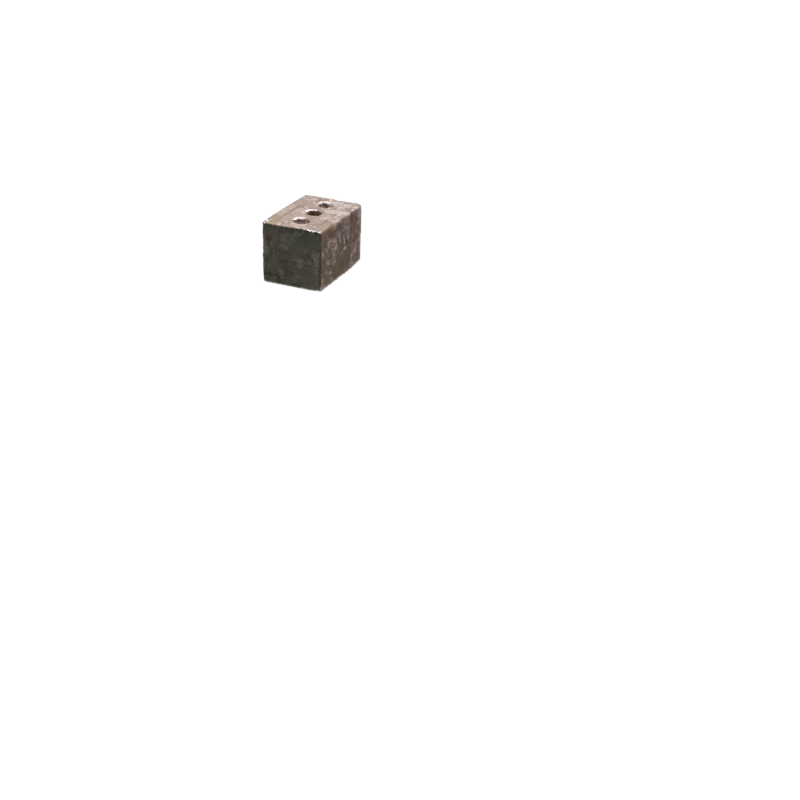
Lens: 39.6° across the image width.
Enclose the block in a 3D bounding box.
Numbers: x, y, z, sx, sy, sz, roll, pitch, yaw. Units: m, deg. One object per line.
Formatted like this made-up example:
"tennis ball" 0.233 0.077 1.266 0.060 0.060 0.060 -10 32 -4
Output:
"block" -0.070 -0.127 0.892 0.055 0.049 0.079 11 28 20
